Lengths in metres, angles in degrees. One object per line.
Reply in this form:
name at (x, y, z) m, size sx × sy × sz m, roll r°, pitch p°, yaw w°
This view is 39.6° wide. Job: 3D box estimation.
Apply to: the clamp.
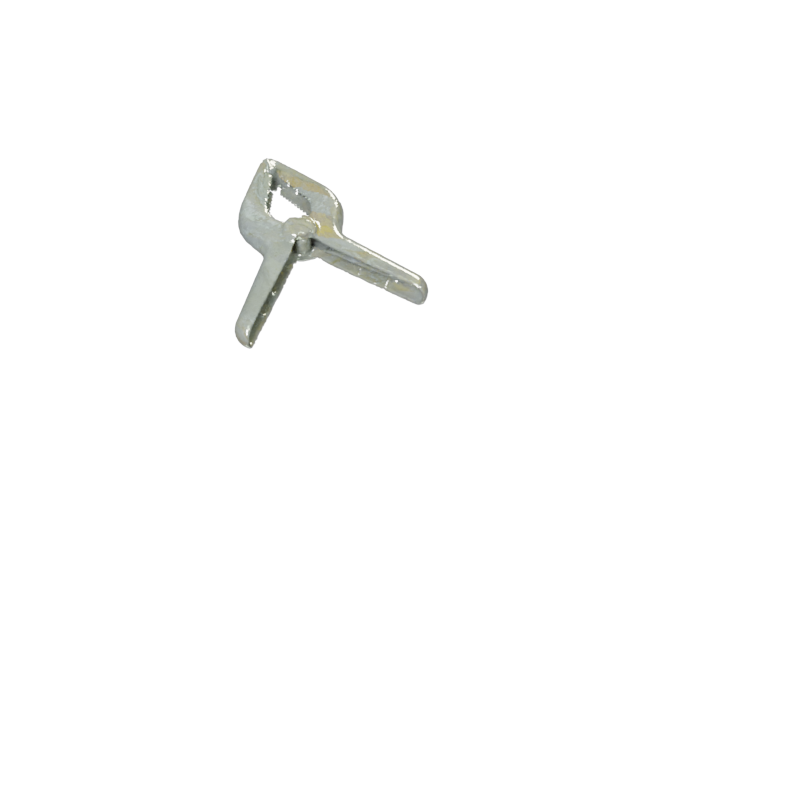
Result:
clamp at (-0.076, -0.139, 0.971) m, size 0.163 × 0.227 × 0.034 m, roll -9°, pitch -42°, yaw -9°
